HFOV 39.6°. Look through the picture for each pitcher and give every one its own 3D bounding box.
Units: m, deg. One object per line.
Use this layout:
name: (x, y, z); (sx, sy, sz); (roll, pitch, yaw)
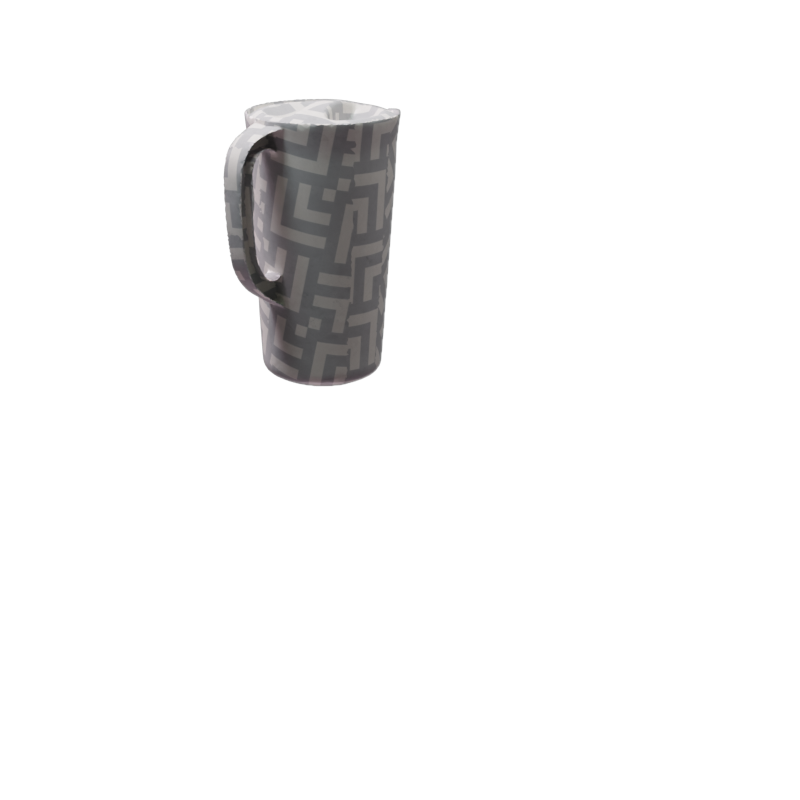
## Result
pitcher: (-0.076, -0.138, 0.970); (0.148, 0.234, 0.151); (0, 18, -4)
